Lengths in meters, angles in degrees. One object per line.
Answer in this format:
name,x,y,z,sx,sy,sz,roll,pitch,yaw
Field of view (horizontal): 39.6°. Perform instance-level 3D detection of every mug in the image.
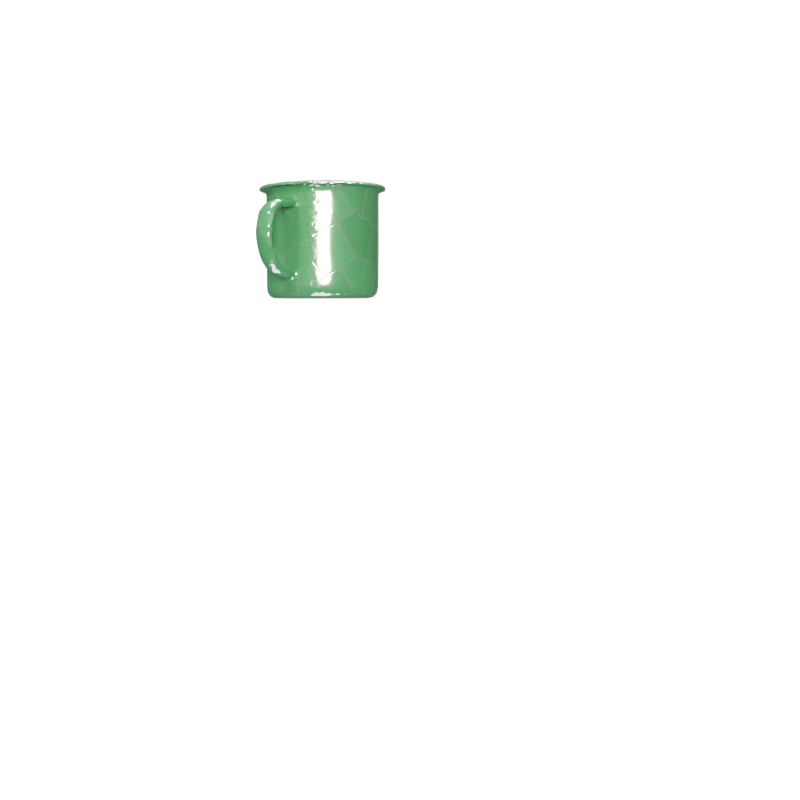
mug,-0.063,-0.115,0.804,0.096,0.082,0.113,0,2,32
